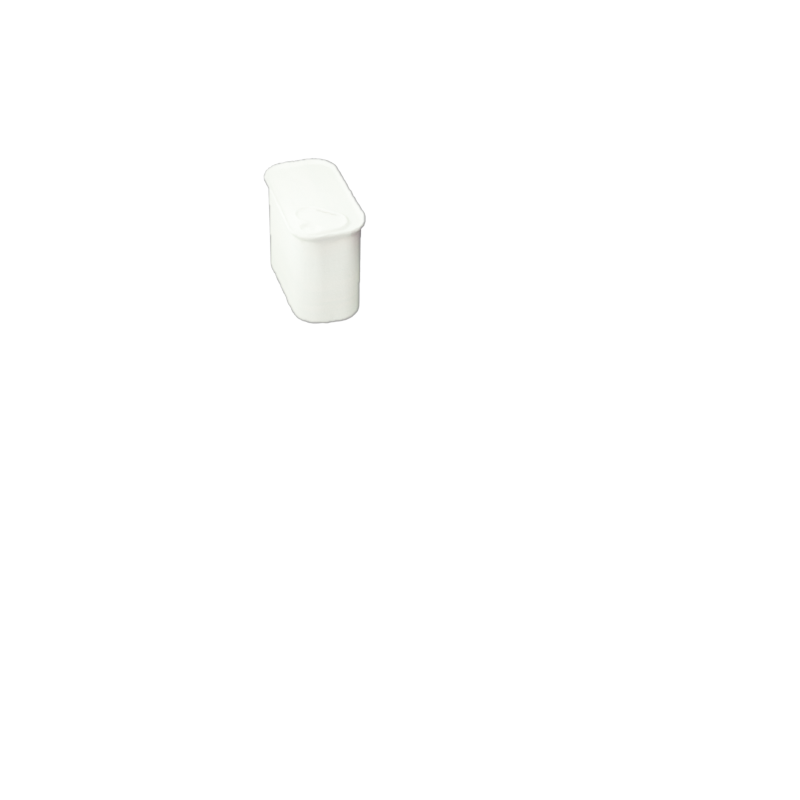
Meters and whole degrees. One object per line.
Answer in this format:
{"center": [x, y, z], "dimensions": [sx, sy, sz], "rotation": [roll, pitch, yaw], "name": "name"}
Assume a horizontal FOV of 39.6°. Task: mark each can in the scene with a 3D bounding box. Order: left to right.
{"center": [-0.065, -0.118, 0.830], "dimensions": [0.057, 0.078, 0.110], "rotation": [-11, 41, -15], "name": "can"}
